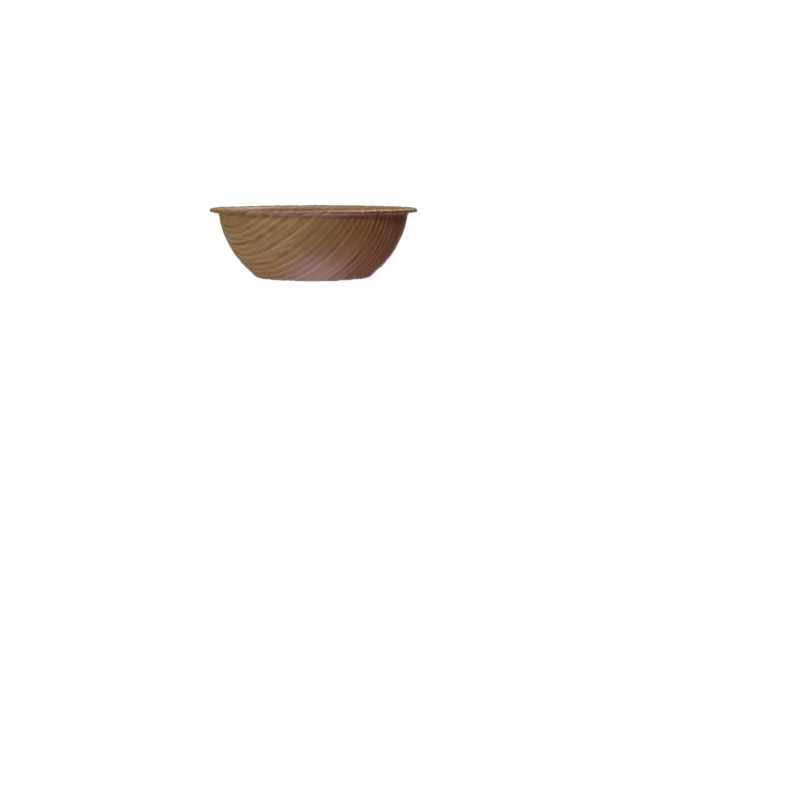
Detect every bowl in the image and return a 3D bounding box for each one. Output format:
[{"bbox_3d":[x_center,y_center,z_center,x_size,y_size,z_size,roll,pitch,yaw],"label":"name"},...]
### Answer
[{"bbox_3d":[-0.068,-0.124,0.866,0.162,0.054,0.165,0,10,-2],"label":"bowl"}]
